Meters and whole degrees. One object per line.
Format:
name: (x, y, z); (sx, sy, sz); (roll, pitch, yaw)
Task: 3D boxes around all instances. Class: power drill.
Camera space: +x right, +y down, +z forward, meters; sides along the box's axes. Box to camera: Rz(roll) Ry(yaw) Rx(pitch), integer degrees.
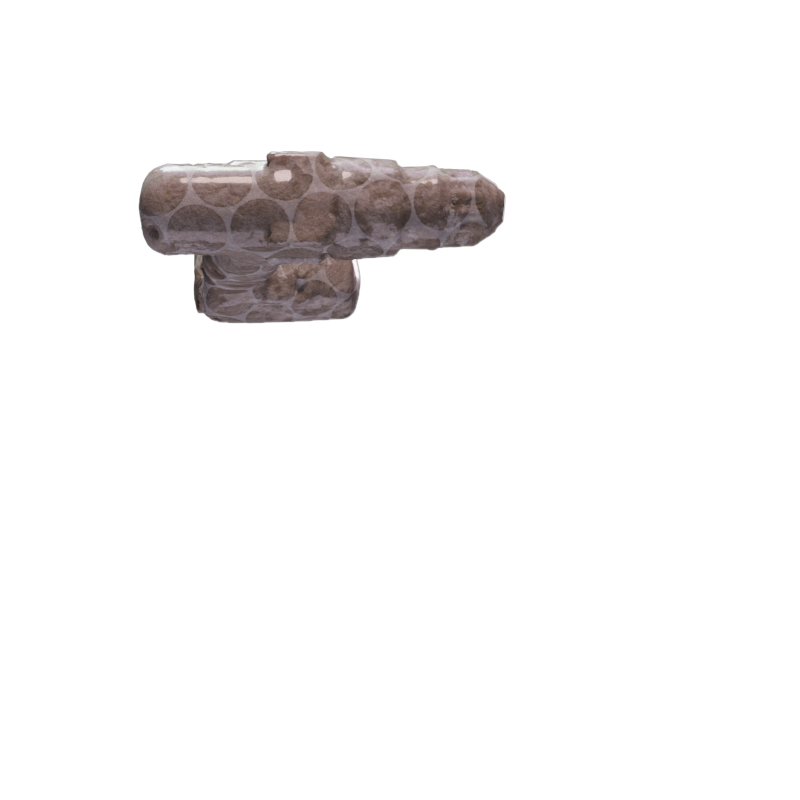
power drill: (-0.049, -0.089, 0.625); (0.183, 0.059, 0.183); (1, -10, -7)
